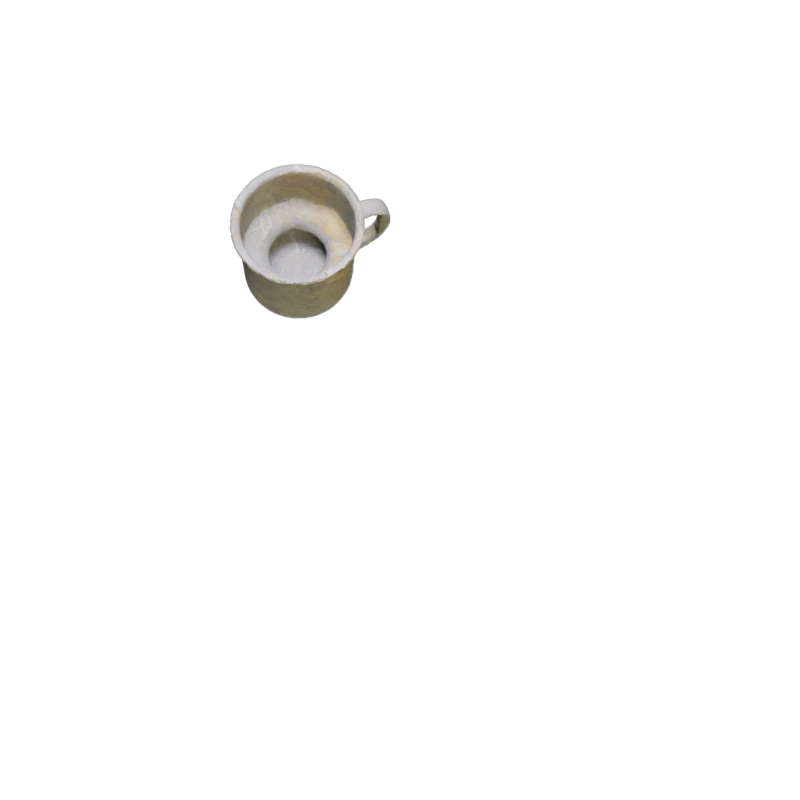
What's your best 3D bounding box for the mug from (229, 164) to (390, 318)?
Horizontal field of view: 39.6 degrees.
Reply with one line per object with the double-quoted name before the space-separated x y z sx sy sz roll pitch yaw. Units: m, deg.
"mug" -0.062 -0.114 0.798 0.117 0.099 0.077 -23 -20 -11
